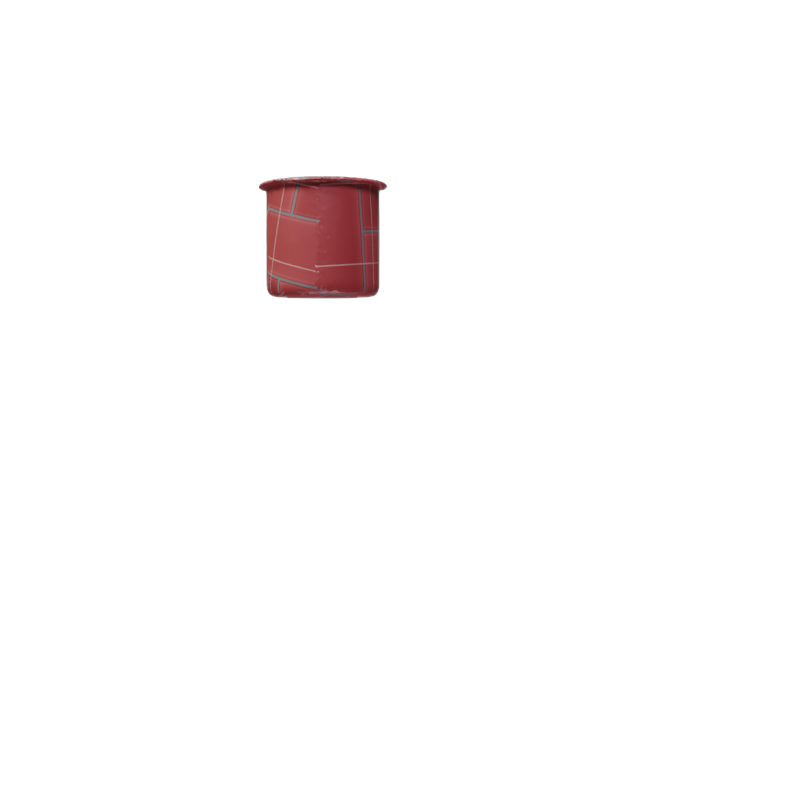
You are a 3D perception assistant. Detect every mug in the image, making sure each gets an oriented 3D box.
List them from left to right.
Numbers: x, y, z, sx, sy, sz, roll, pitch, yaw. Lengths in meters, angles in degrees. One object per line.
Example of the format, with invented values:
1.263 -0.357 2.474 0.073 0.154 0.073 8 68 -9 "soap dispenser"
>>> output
-0.063 -0.116 0.811 0.090 0.082 0.121 0 0 -38 "mug"
